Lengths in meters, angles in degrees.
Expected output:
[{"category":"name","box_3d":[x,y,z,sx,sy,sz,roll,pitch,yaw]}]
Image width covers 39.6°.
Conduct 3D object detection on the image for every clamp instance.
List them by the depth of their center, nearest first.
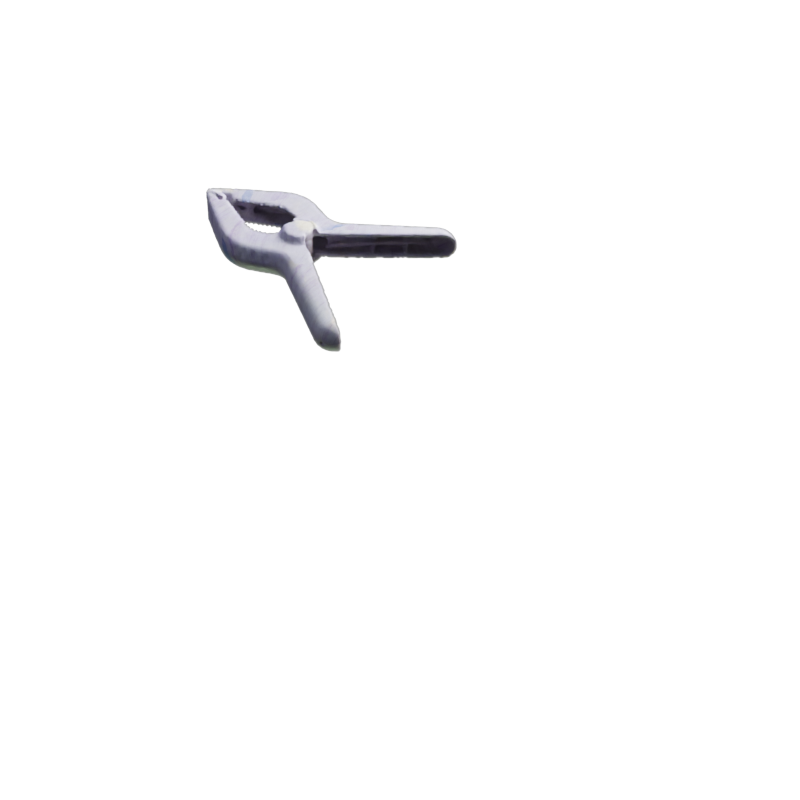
[{"category":"clamp","box_3d":[-0.071,-0.129,0.905,0.224,0.034,0.165,33,50,32]}]
